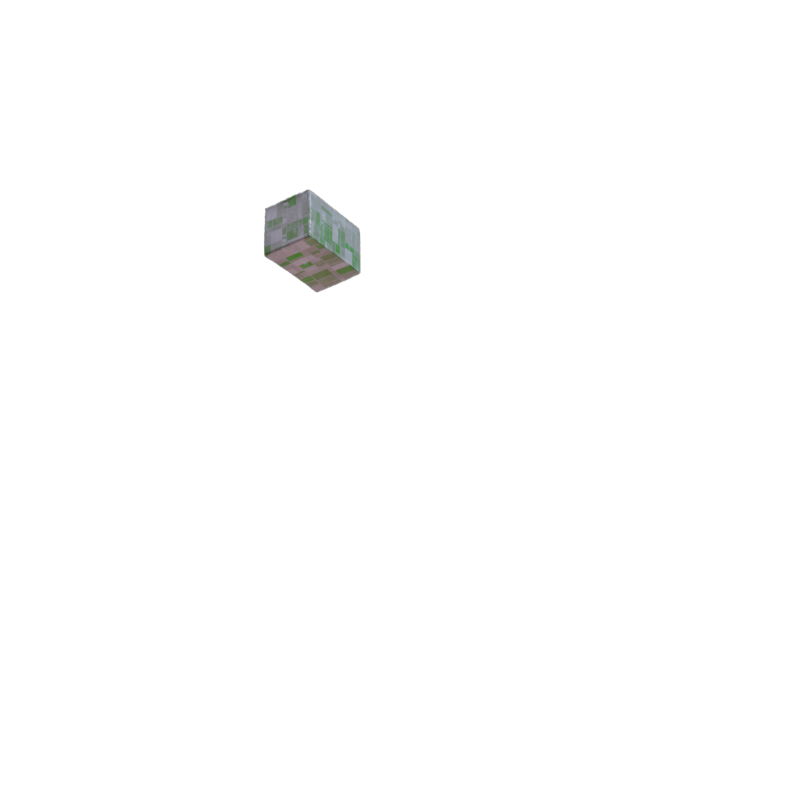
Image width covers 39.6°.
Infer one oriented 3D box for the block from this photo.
[{"bbox_3d":[-0.077,-0.141,0.987,0.053,0.055,0.072,-21,-35,29],"label":"block"}]
